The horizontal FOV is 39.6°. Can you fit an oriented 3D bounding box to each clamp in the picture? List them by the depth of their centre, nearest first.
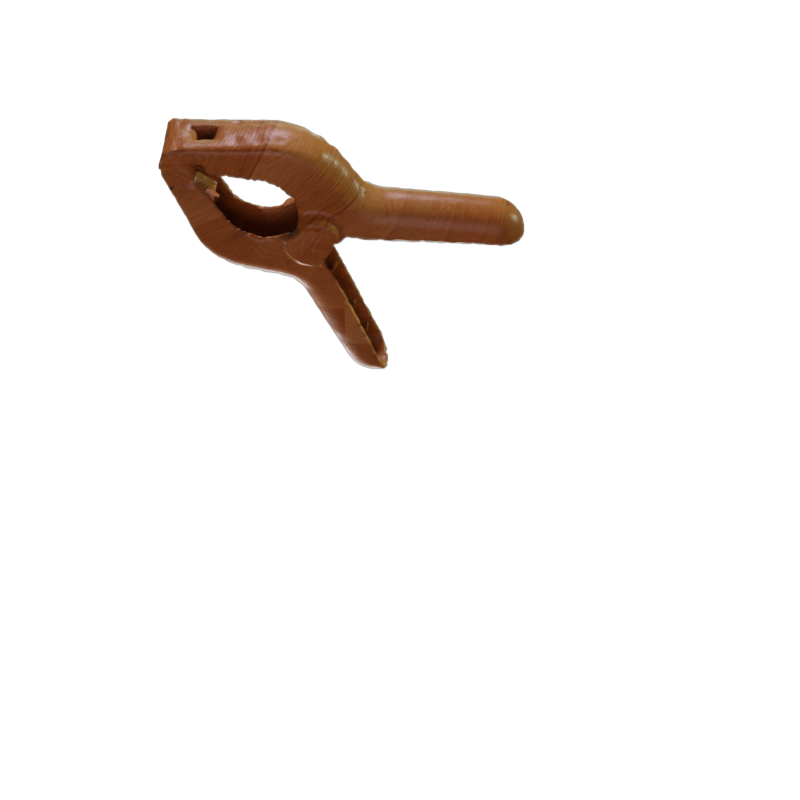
[{"bbox_3d":[-0.041,-0.076,0.530,0.166,0.116,0.042,22,33,-15],"label":"clamp"}]
